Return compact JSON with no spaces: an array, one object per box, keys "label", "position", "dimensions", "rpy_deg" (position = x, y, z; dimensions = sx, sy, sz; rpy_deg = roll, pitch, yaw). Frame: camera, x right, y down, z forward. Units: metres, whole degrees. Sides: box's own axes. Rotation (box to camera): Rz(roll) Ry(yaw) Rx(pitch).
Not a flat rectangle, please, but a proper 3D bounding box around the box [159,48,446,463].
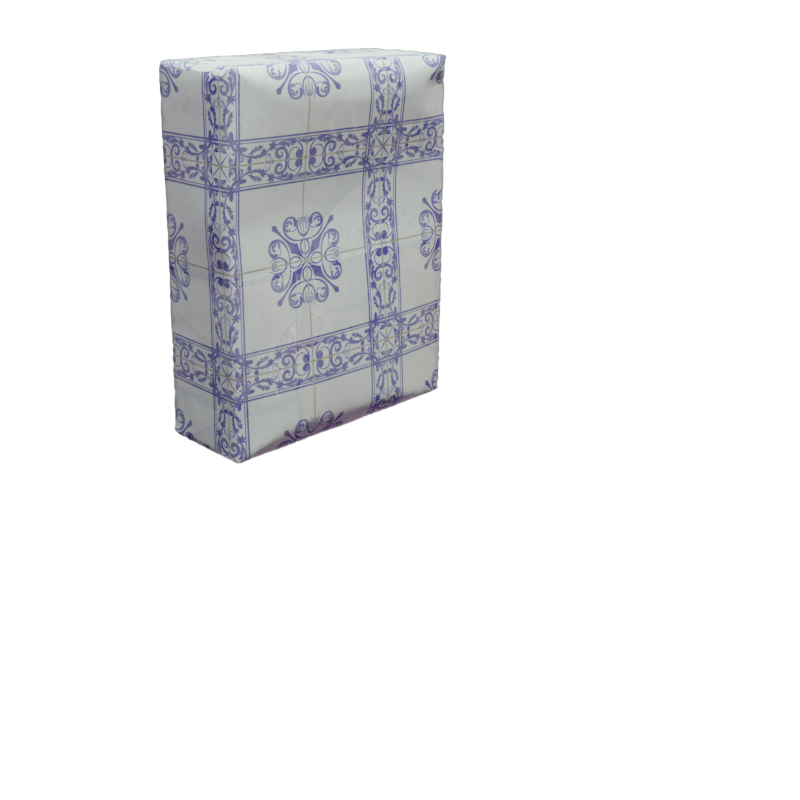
[{"label":"box","position":[-0.050,-0.092,0.642],"dimensions":[0.161,0.206,0.076],"rpy_deg":[-15,22,-42]}]
